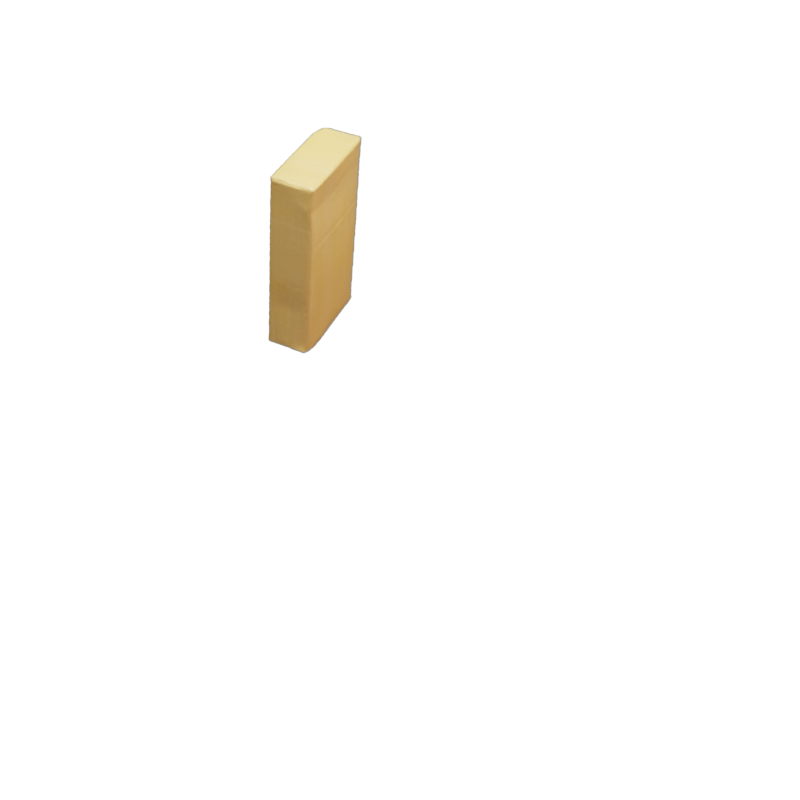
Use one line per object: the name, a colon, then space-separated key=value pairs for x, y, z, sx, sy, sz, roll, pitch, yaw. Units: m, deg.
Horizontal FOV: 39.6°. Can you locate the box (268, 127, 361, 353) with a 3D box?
box: x=-0.074 y=-0.135 z=0.943 sx=0.050 sy=0.165 sz=0.096 roll=17 pitch=42 yaw=16
